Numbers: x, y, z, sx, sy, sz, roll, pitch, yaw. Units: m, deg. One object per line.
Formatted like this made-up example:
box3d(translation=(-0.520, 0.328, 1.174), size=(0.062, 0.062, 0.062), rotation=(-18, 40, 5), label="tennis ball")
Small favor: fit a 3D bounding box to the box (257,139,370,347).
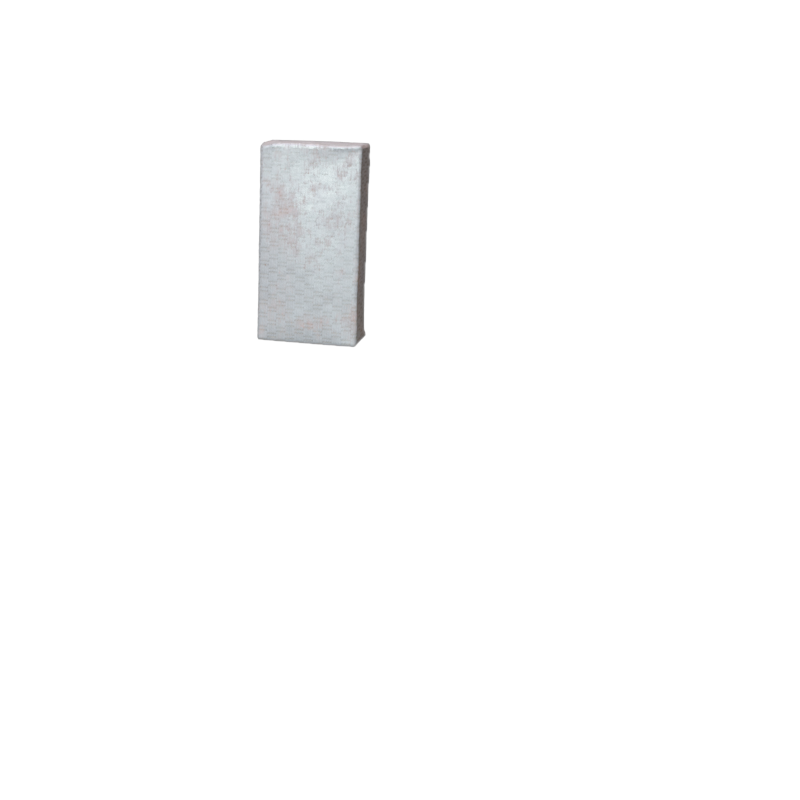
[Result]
box3d(translation=(-0.077, -0.139, 0.977), size=(0.095, 0.172, 0.048), rotation=(3, 12, 13), label="box")
